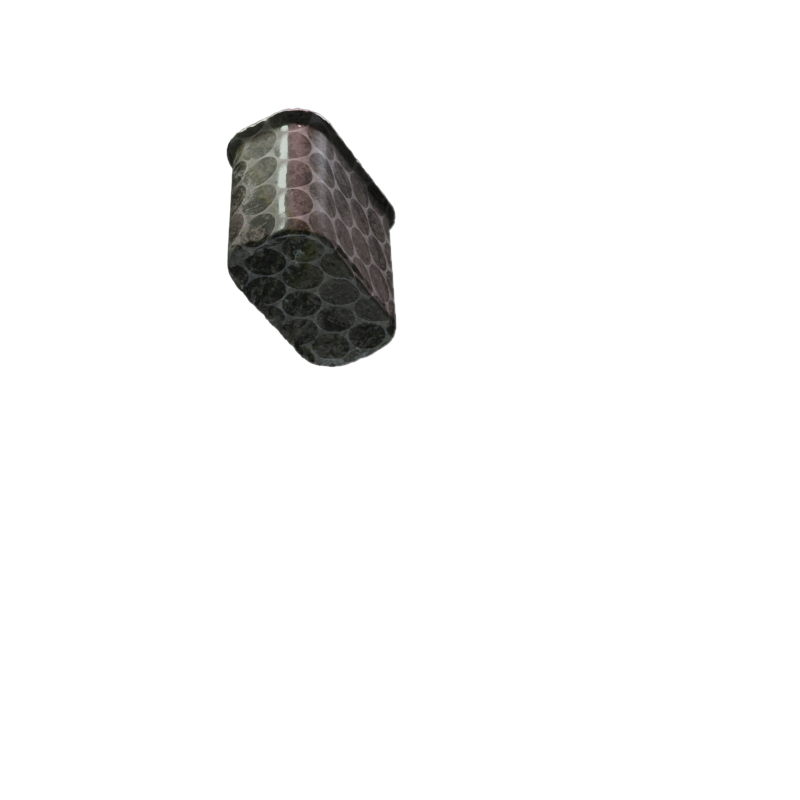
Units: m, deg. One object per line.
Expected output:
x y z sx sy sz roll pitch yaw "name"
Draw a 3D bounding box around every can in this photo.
-0.043 -0.078 0.546 0.058 0.090 0.094 -22 -44 21 "can"
